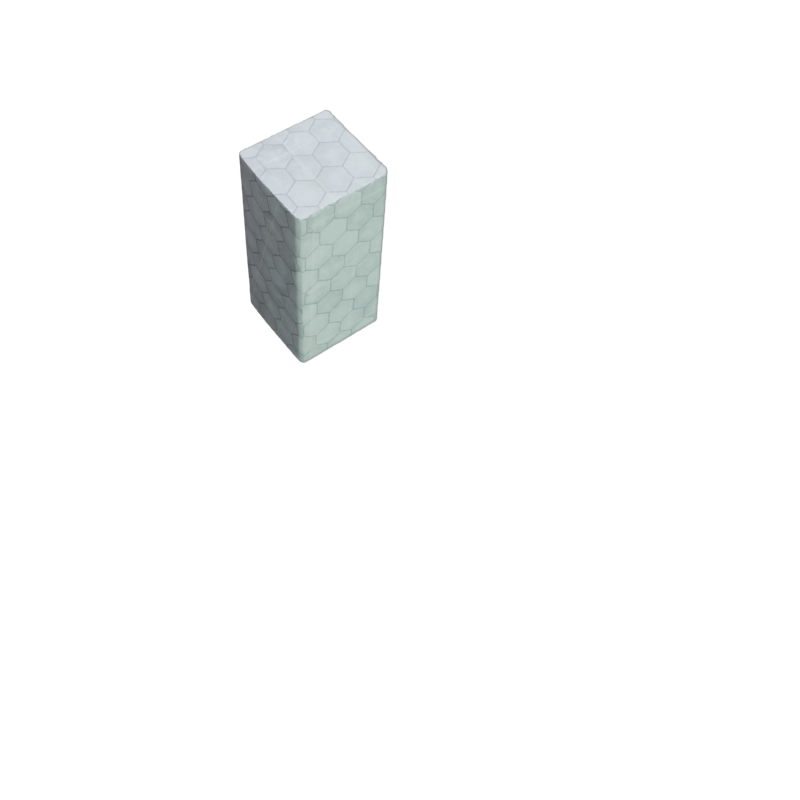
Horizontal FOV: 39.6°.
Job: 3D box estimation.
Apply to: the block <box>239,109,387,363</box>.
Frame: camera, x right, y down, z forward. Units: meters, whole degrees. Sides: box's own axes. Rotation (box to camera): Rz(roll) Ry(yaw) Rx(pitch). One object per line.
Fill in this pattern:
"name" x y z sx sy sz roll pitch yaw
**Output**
"block" -0.075 -0.137 0.964 0.091 0.096 0.193 -30 -27 -22
